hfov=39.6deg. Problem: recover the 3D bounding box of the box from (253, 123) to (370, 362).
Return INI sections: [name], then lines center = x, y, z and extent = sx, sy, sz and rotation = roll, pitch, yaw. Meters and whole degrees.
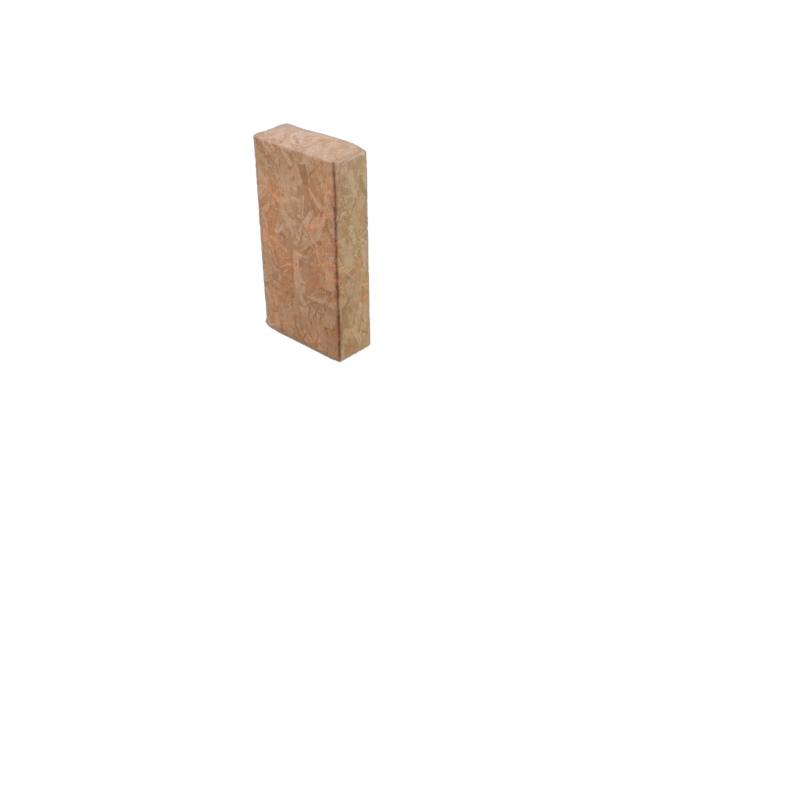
[box]
center = -0.070, -0.128, 0.900
extent = 0.099, 0.167, 0.048
rotation = 25, 34, 38
